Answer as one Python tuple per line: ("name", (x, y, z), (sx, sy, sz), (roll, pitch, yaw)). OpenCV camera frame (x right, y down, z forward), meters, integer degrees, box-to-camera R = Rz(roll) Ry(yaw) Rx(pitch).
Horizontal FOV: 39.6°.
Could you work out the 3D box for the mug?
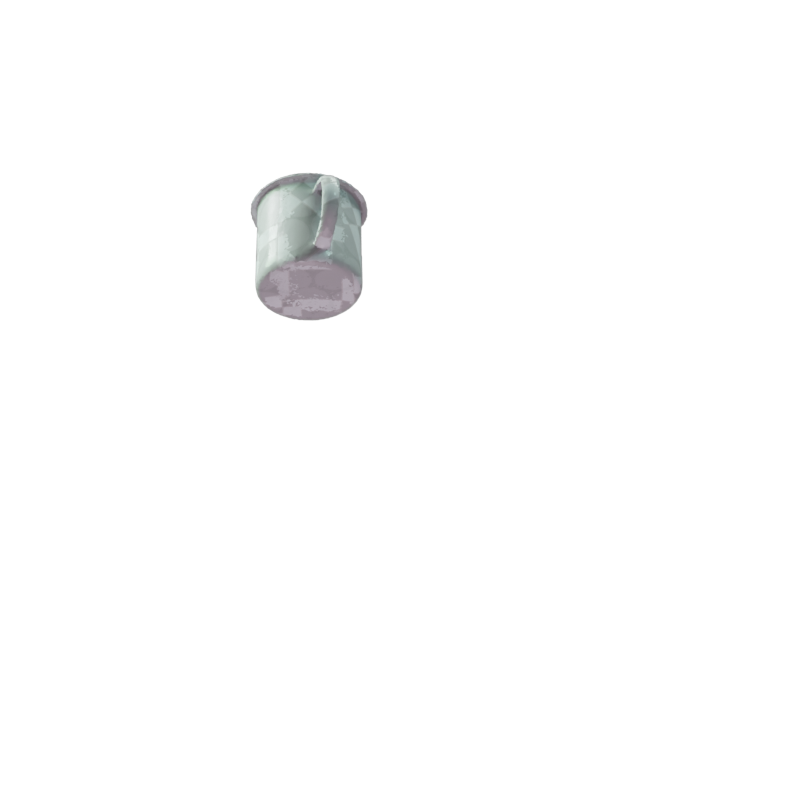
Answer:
("mug", (-0.067, -0.121, 0.850), (0.091, 0.087, 0.112), (10, -36, -16))
